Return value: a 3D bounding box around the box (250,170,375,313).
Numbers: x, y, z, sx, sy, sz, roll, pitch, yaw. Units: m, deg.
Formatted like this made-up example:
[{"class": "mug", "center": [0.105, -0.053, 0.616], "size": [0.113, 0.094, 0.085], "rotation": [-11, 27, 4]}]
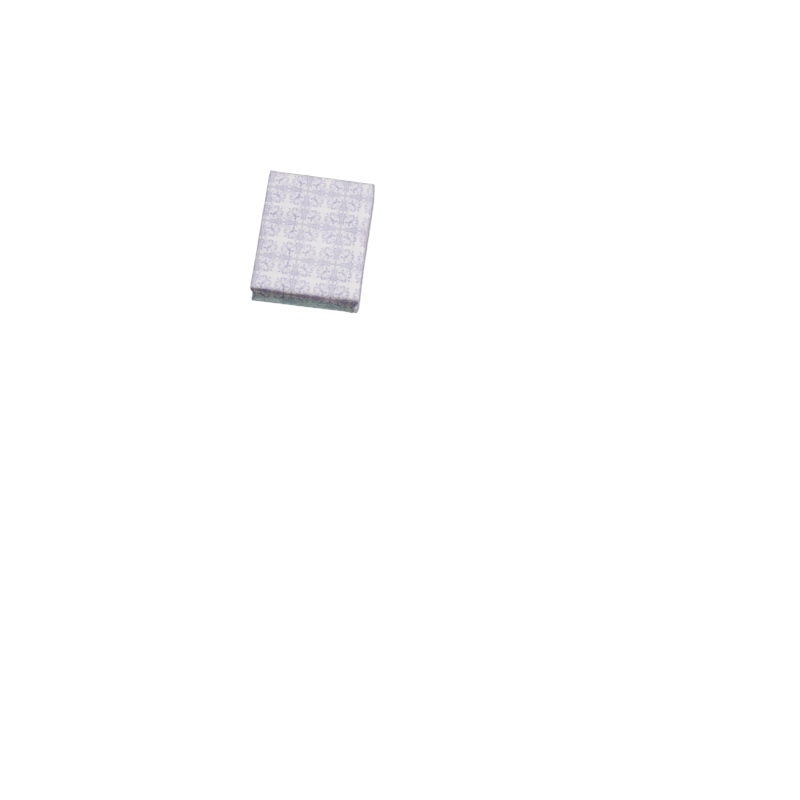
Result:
[{"class": "box", "center": [-0.058, -0.106, 0.746], "size": [0.073, 0.094, 0.029], "rotation": [7, -23, 2]}]
